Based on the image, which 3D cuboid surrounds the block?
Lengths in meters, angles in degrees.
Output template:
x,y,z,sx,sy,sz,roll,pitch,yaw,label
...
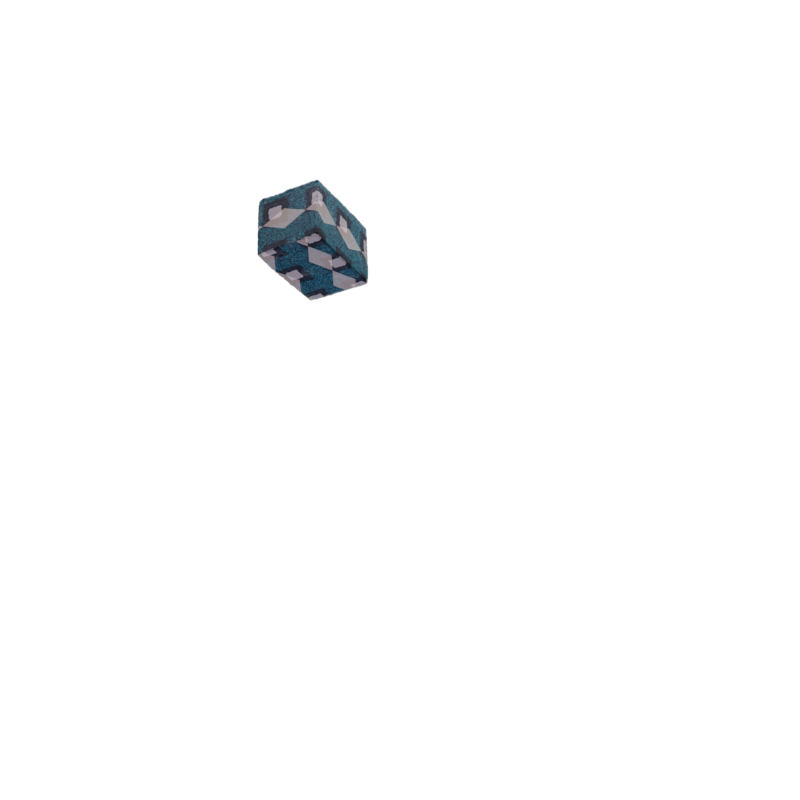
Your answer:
x,y,z,sx,sy,sz,roll,pitch,yaw,label
-0.065,-0.118,0.829,0.053,0.055,0.072,-16,-33,24,block
